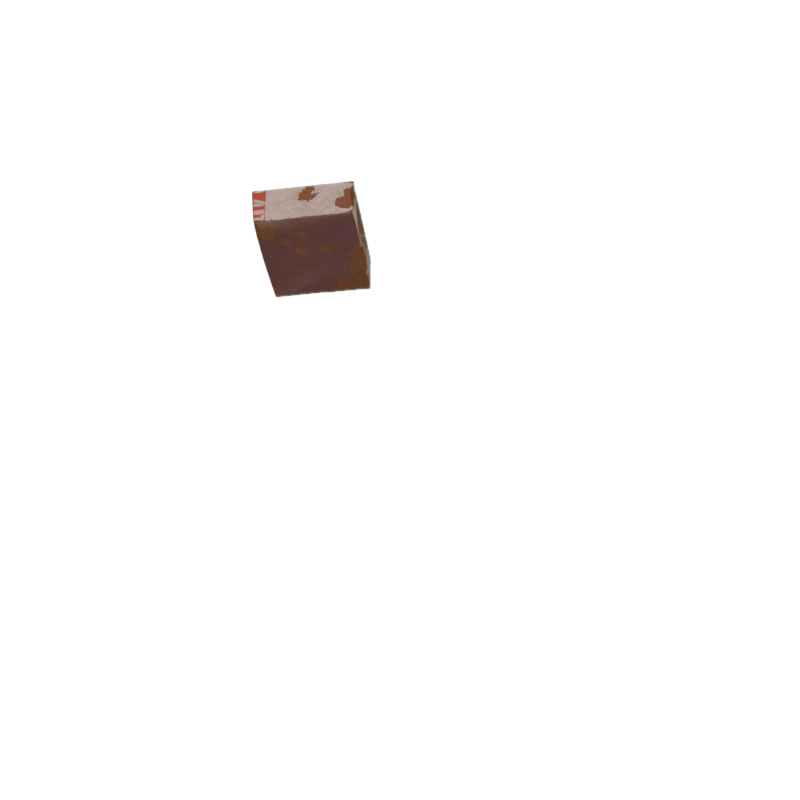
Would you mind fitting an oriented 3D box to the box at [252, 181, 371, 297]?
[{"bbox_3d":[-0.076,-0.139,0.975,0.090,0.042,0.105,-5,-34,6],"label":"box"}]
